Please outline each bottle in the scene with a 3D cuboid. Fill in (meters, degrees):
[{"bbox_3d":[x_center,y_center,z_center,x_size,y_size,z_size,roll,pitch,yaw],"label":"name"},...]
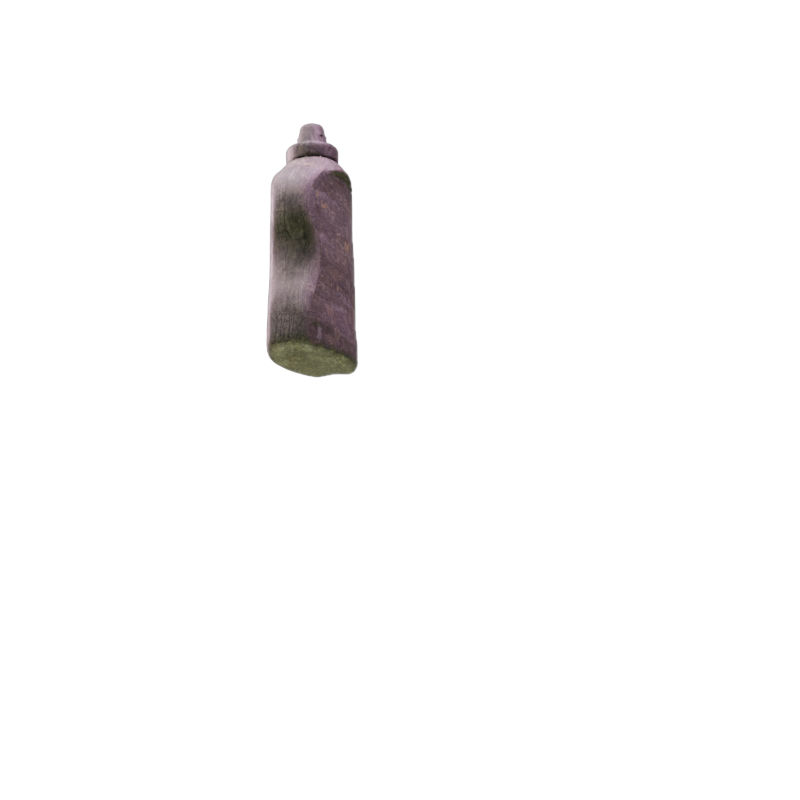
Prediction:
[{"bbox_3d":[-0.066,-0.120,0.840,0.059,0.200,0.090,-9,-19,21],"label":"bottle"}]
